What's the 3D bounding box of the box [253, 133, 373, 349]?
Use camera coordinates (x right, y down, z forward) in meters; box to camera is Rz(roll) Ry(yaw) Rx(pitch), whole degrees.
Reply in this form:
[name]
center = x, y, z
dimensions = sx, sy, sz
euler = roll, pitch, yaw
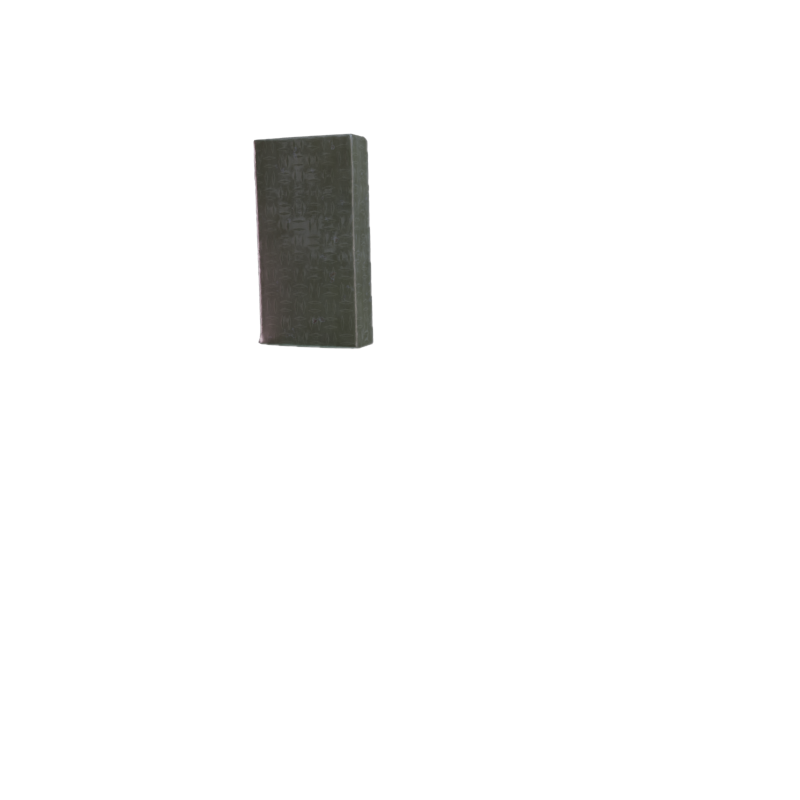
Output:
[box]
center = -0.073, -0.133, 0.935
dimensions = 0.096, 0.176, 0.047
euler = 0, 0, 23
